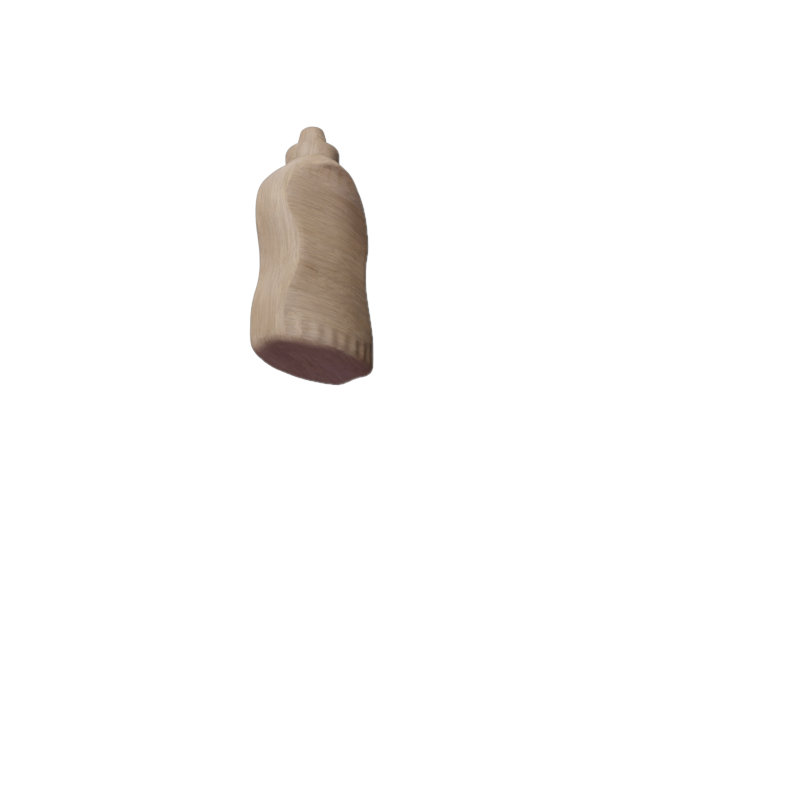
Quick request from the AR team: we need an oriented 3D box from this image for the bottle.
[{"bbox_3d":[-0.063,-0.114,0.797,0.059,0.203,0.090,-25,-34,38],"label":"bottle"}]
